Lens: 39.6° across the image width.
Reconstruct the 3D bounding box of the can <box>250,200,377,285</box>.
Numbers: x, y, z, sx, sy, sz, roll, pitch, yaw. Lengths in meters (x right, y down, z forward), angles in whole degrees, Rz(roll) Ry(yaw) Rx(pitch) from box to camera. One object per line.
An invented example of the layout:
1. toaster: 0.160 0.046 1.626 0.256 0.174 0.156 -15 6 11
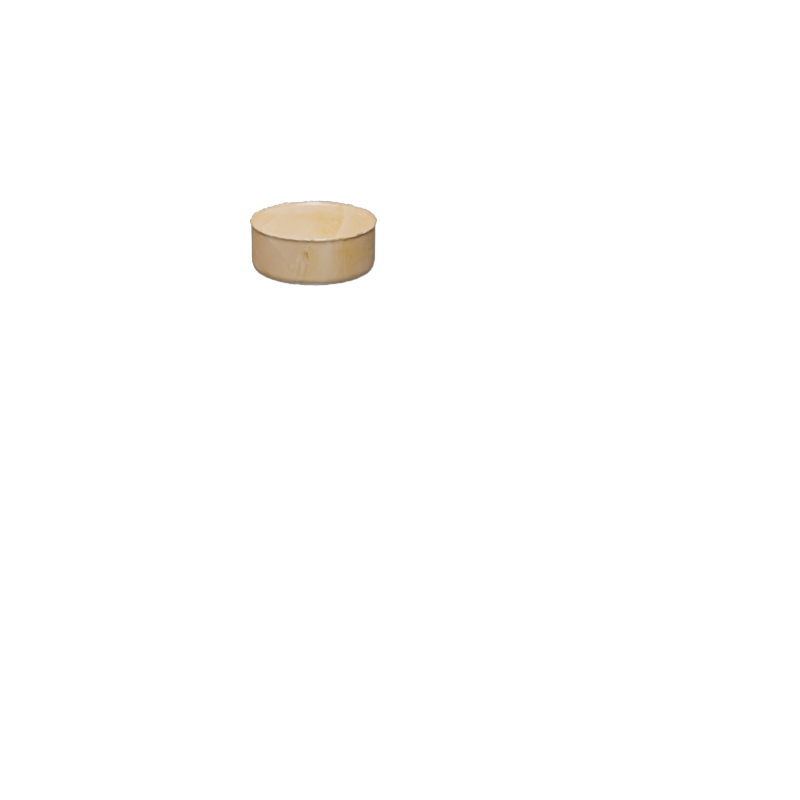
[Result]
1. can: -0.059 -0.108 0.756 0.086 0.032 0.090 -1 25 -2
